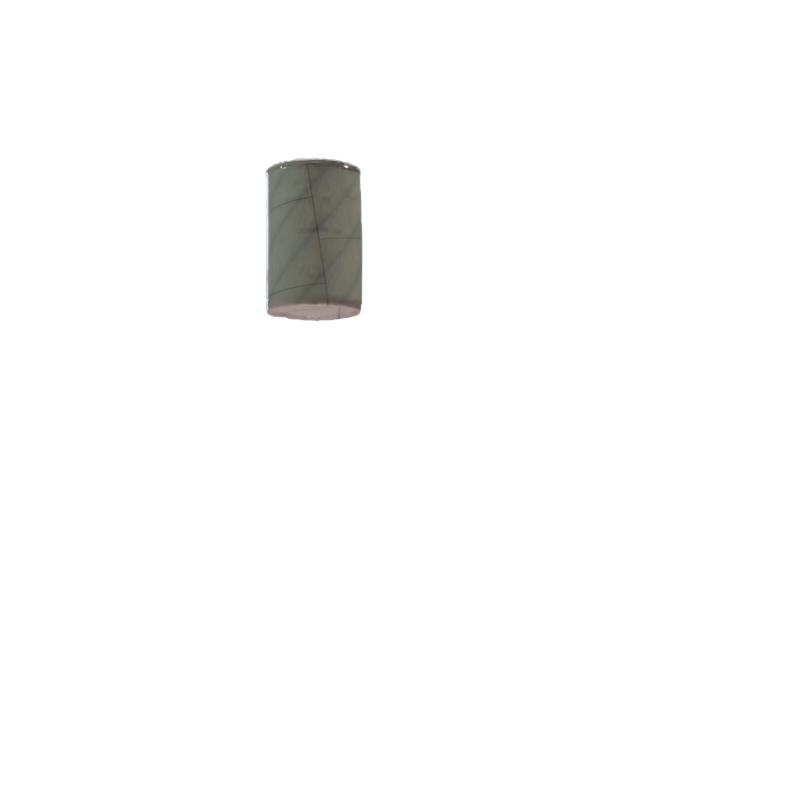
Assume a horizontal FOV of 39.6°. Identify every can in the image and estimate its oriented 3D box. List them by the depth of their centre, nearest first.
[{"bbox_3d":[-0.061,-0.111,0.777,0.068,0.105,0.067,0,-11,-2],"label":"can"}]
